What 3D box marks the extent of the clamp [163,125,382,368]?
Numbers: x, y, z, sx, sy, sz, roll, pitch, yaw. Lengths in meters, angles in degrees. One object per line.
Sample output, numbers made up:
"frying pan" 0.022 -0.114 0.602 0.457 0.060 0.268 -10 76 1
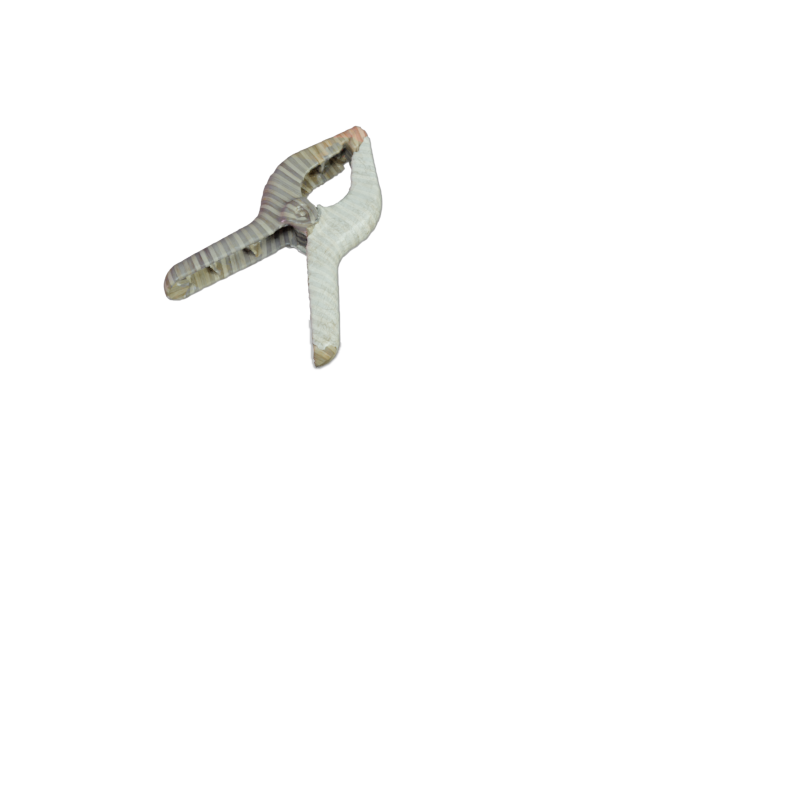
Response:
"clamp" -0.056 -0.102 0.712 0.124 0.175 0.037 33 -21 14
